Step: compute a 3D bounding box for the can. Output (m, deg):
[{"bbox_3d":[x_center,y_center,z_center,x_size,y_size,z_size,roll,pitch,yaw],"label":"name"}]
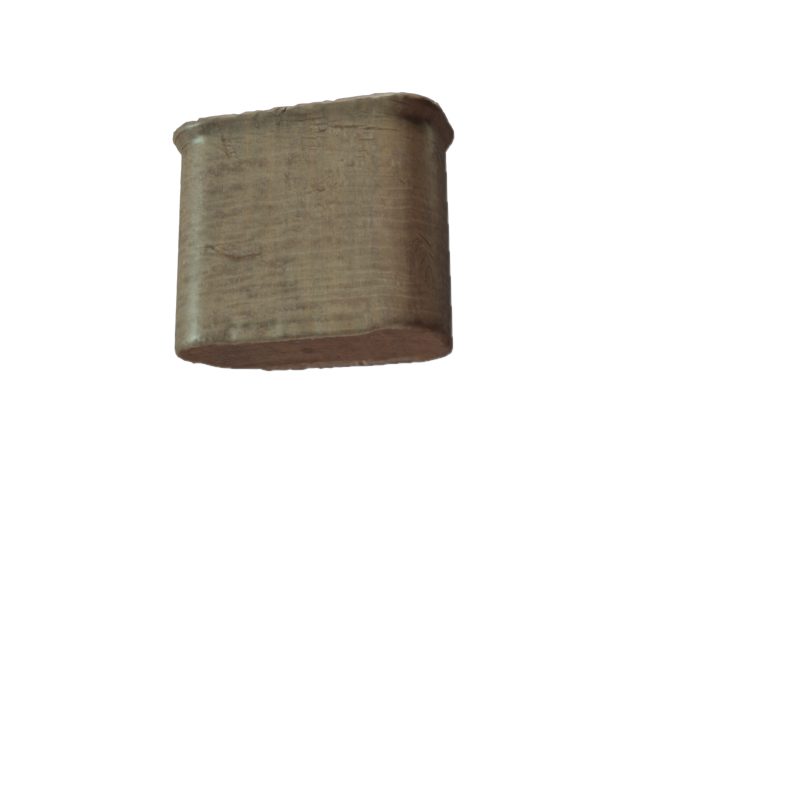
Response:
[{"bbox_3d":[-0.031,-0.057,0.400,0.104,0.087,0.054,-4,-15,16],"label":"can"}]
